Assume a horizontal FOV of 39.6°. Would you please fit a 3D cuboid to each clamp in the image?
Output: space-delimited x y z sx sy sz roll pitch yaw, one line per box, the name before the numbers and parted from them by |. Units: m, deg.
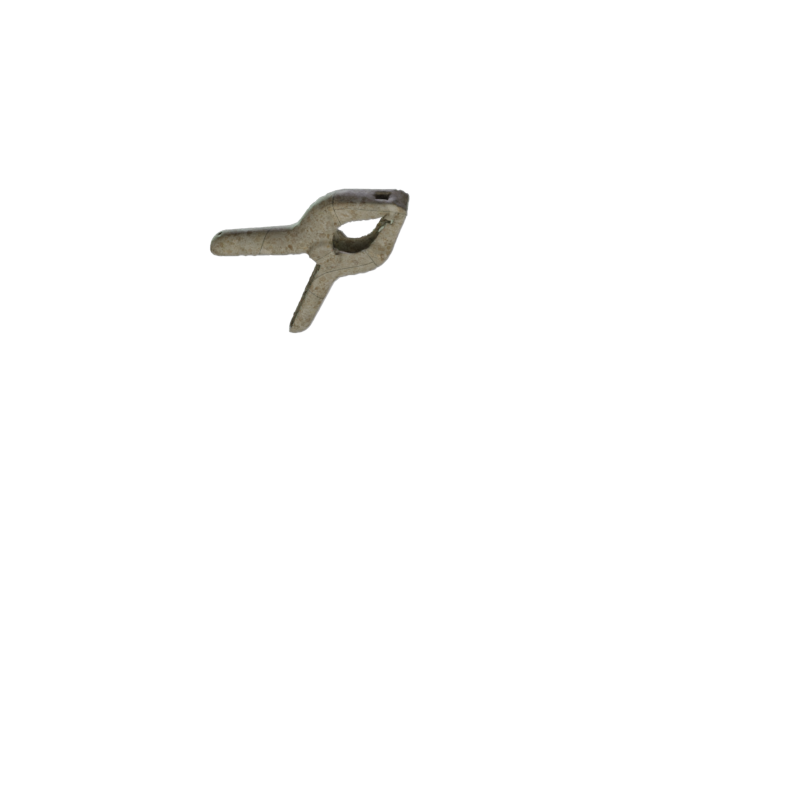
clamp | -0.072 -0.132 0.925 0.169 0.042 0.113 -36 -57 28
